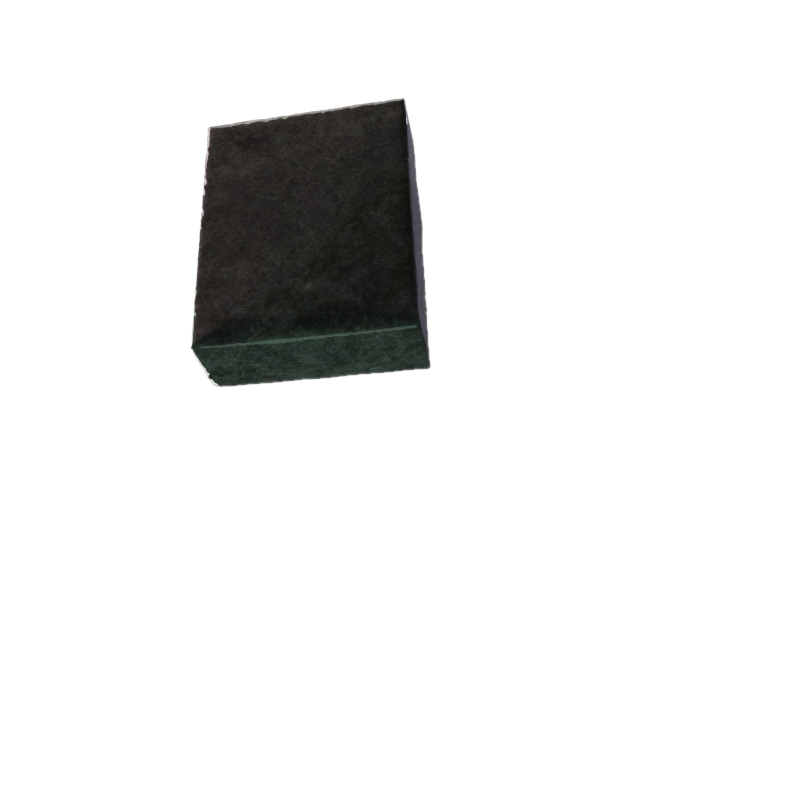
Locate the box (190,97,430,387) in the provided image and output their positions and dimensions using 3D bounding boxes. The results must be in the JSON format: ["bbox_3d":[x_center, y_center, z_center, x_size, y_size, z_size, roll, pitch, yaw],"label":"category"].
[{"bbox_3d":[-0.066,-0.121,0.847,0.165,0.229,0.066,-7,-35,8],"label":"box"}]
